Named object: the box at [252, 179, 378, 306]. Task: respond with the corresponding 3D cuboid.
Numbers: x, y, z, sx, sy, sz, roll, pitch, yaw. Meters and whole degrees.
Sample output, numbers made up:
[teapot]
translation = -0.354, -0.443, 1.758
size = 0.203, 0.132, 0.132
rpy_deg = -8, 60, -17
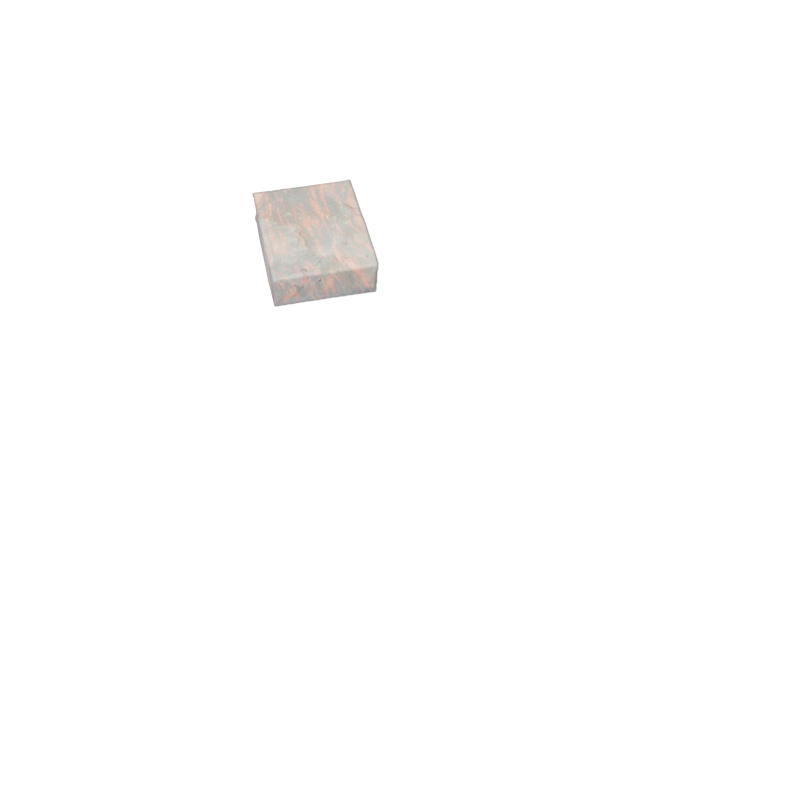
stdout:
[box]
translation = -0.075, -0.136, 0.955
size = 0.089, 0.123, 0.036
rpy_deg = -9, -43, -9
